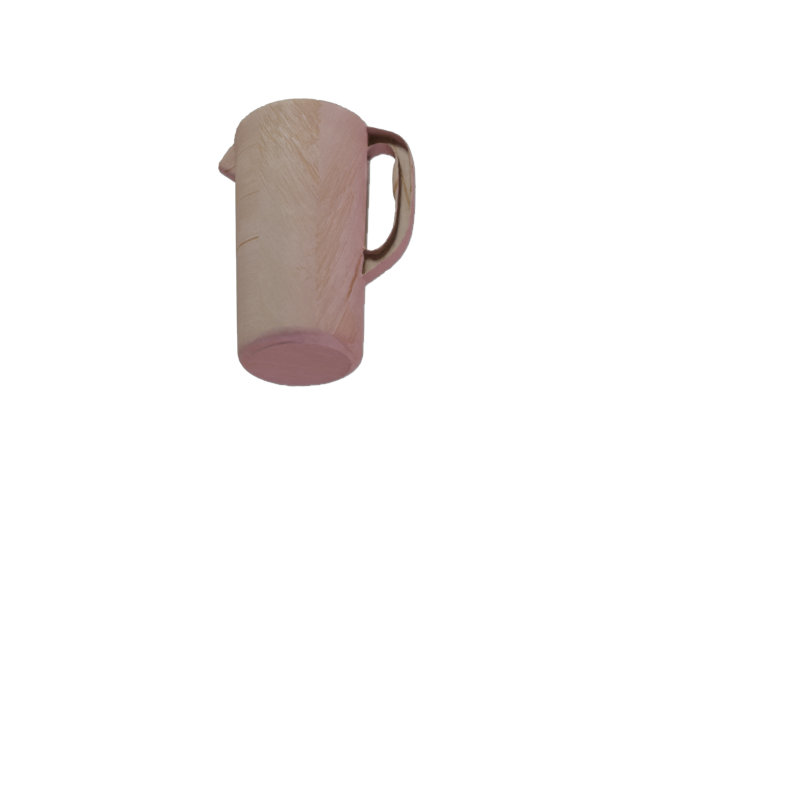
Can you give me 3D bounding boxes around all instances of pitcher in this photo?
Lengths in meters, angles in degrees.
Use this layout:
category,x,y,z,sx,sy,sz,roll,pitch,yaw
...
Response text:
category,x,y,z,sx,sy,sz,roll,pitch,yaw
pitcher,-0.078,-0.143,0.999,0.138,0.258,0.147,16,-33,-30
